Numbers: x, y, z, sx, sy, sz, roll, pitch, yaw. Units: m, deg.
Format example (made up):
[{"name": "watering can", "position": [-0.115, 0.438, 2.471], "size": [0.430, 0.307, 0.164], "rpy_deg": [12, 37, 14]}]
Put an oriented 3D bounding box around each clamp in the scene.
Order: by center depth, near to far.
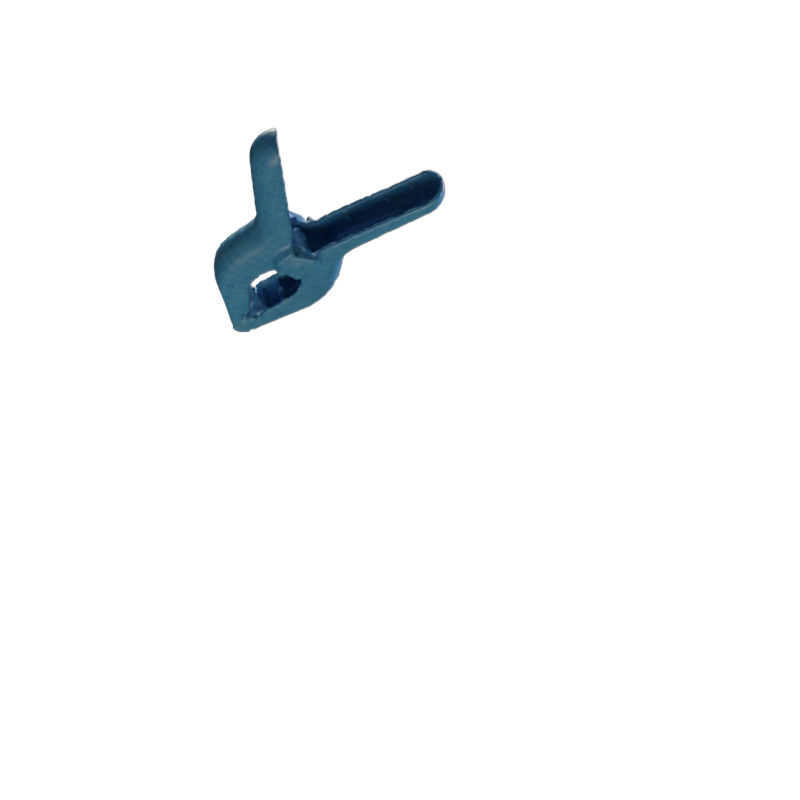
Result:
[{"name": "clamp", "position": [-0.052, -0.096, 0.670], "size": [0.117, 0.042, 0.165], "rpy_deg": [11, -33, -19]}]
